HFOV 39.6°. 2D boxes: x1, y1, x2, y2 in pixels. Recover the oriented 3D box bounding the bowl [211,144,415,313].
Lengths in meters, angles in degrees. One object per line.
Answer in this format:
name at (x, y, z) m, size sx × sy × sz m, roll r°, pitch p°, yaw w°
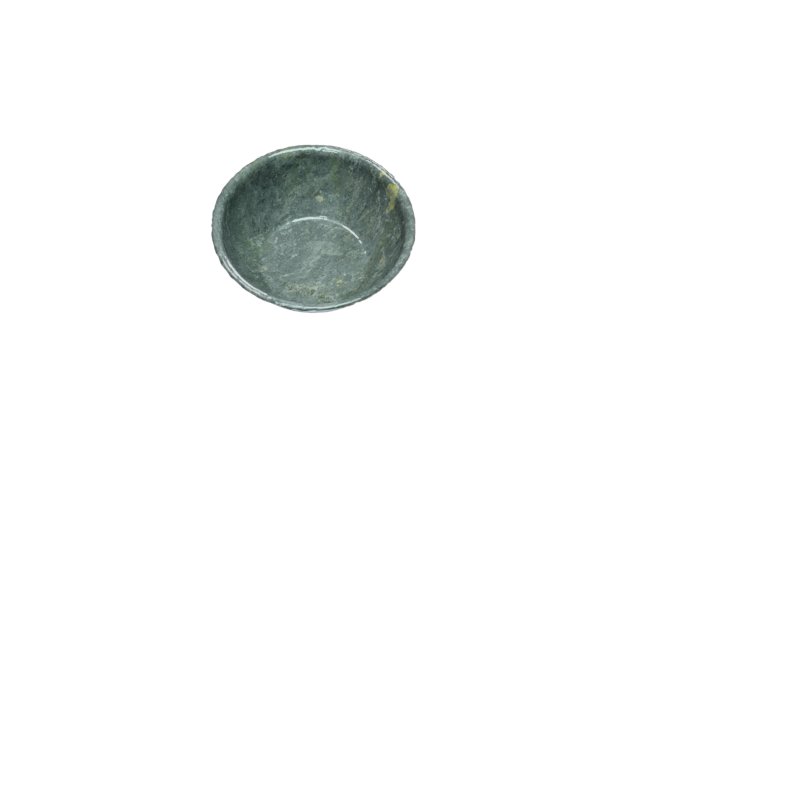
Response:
bowl at (-0.070, -0.128, 0.894) m, size 0.162 × 0.173 × 0.051 m, roll -1°, pitch -33°, yaw -1°
